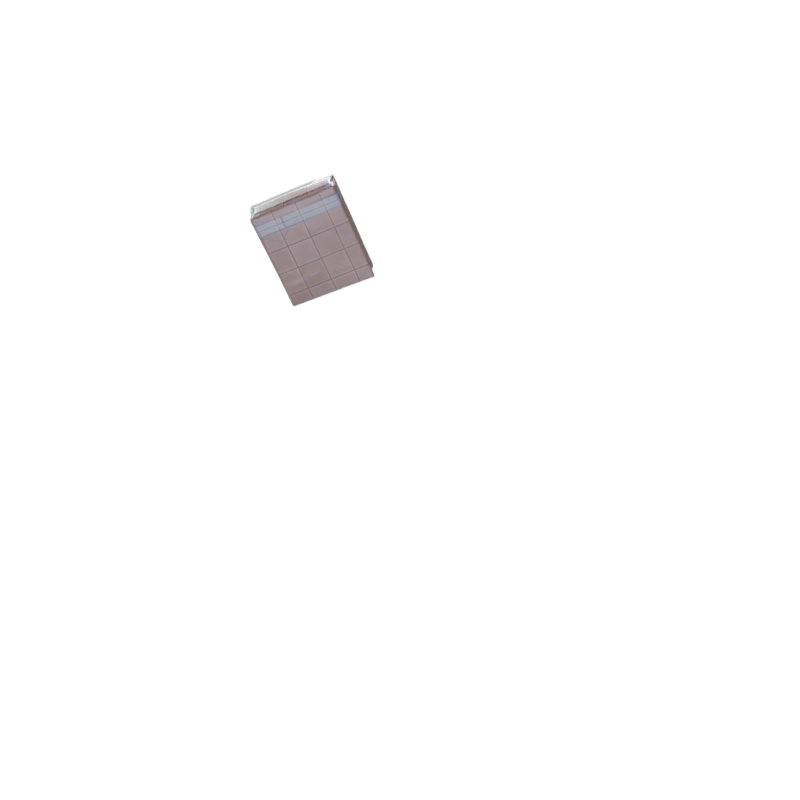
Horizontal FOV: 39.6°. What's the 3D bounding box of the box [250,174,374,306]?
[{"bbox_3d":[-0.071,-0.129,0.901,0.073,0.084,0.032,-21,24,9],"label":"box"}]
